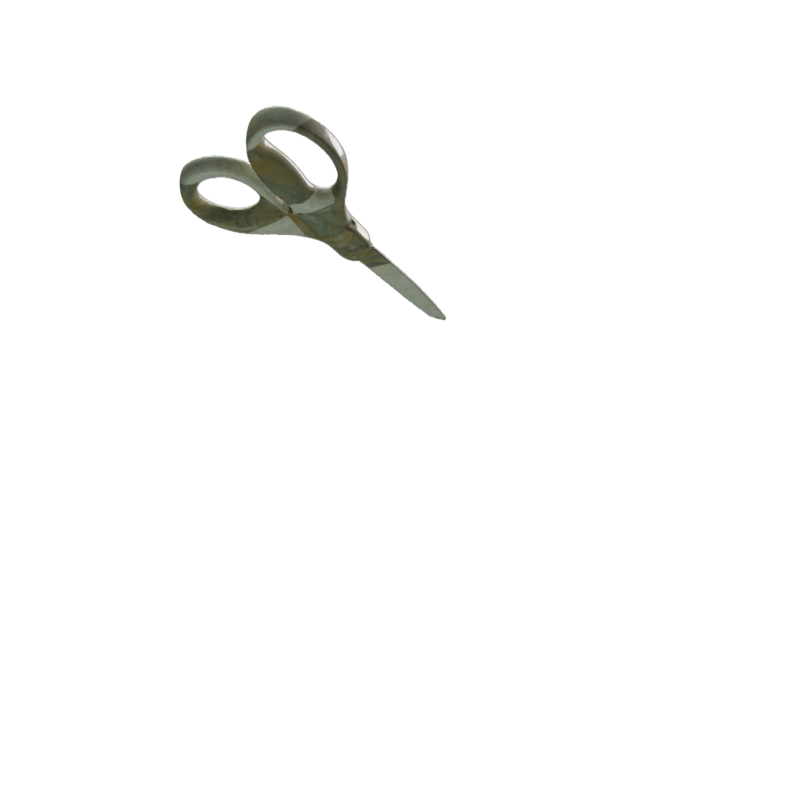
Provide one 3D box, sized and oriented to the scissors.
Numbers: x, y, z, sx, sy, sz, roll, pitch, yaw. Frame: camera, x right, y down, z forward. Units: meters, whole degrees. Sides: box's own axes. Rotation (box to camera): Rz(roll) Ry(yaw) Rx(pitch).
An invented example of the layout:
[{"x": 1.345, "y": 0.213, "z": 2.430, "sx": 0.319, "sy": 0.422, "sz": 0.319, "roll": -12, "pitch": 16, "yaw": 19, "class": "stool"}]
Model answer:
[{"x": -0.047, "y": -0.086, "z": 0.603, "sx": 0.097, "sy": 0.017, "sz": 0.186, "roll": -10, "pitch": -33, "yaw": 16, "class": "scissors"}]
